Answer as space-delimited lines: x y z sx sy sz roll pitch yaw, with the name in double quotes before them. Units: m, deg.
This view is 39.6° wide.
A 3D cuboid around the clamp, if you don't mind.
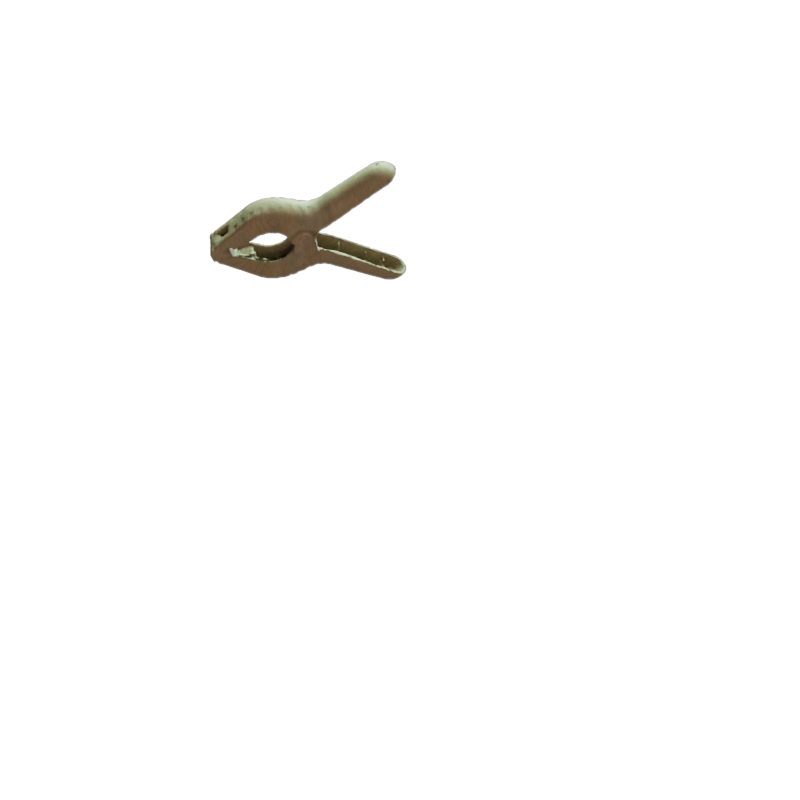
"clamp" -0.075 -0.136 0.955 0.172 0.112 0.042 -12 35 9
